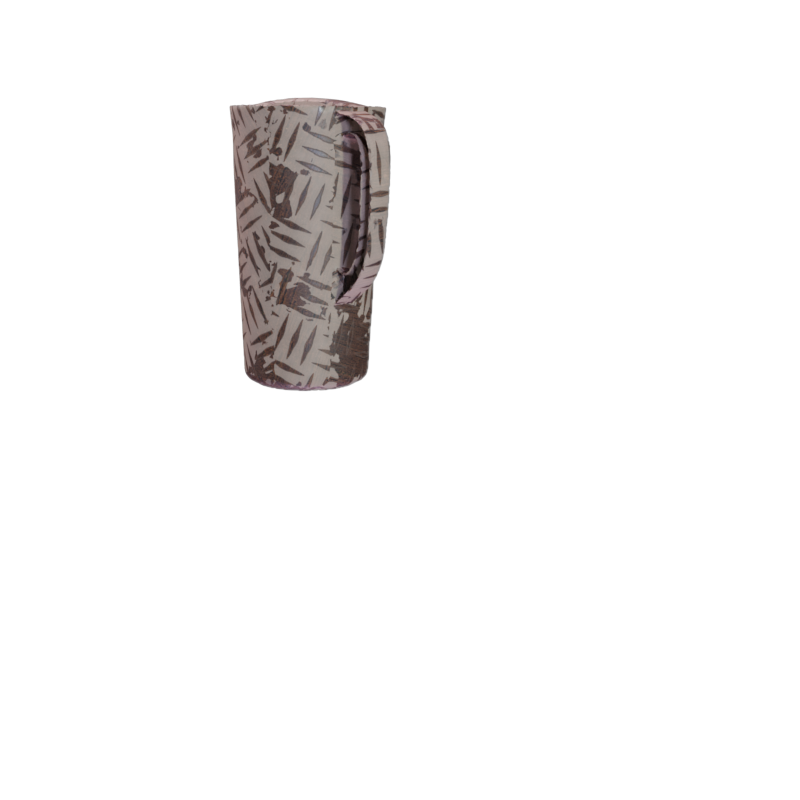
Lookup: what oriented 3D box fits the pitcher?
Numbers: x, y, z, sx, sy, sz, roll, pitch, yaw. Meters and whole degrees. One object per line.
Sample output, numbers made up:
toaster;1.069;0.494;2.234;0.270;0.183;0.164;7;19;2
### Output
pitcher;-0.074;-0.134;0.942;0.147;0.239;0.150;1;8;8
